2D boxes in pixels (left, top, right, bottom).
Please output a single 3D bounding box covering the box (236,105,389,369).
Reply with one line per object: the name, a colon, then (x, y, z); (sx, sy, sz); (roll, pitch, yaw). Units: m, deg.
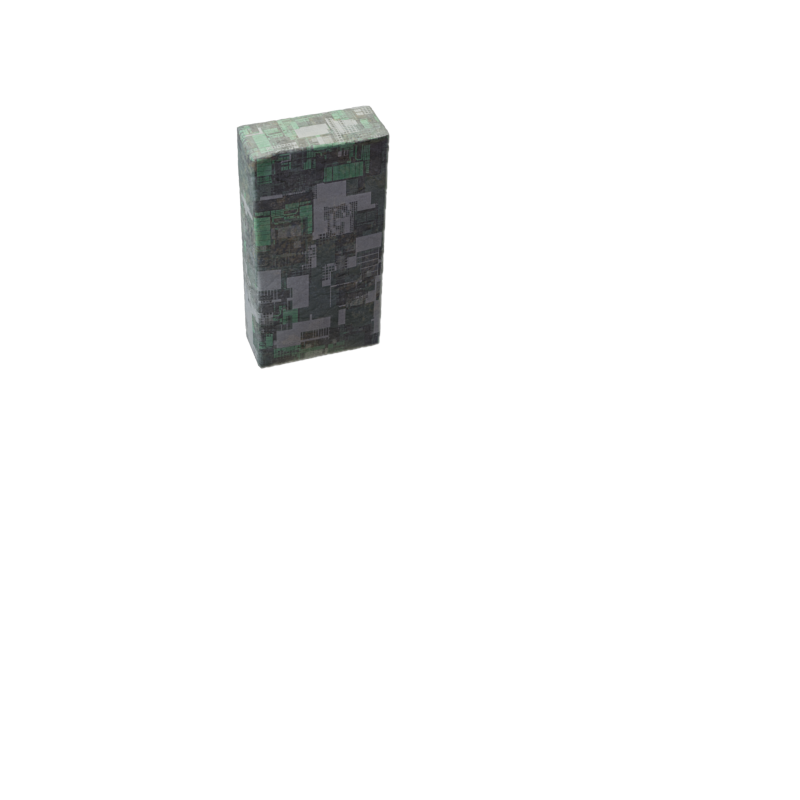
box: (-0.059, -0.106, 0.747); (0.092, 0.164, 0.052); (-12, 44, -16)
